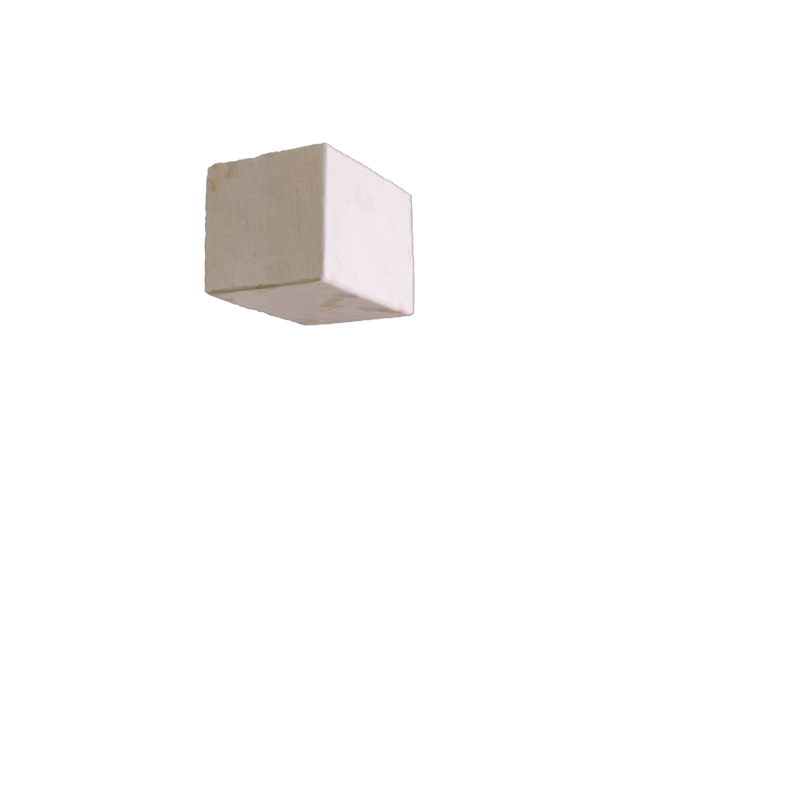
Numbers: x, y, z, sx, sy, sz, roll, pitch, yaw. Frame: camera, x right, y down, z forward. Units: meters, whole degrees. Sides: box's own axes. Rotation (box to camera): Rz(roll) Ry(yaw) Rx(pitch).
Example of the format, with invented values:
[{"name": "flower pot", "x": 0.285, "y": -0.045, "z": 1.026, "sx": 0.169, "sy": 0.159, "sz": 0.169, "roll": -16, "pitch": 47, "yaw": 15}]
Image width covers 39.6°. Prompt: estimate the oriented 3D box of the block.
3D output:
[{"name": "block", "x": -0.034, "y": -0.061, "z": 0.431, "sx": 0.054, "sy": 0.053, "sz": 0.074, "roll": -6, "pitch": -10, "yaw": 26}]
